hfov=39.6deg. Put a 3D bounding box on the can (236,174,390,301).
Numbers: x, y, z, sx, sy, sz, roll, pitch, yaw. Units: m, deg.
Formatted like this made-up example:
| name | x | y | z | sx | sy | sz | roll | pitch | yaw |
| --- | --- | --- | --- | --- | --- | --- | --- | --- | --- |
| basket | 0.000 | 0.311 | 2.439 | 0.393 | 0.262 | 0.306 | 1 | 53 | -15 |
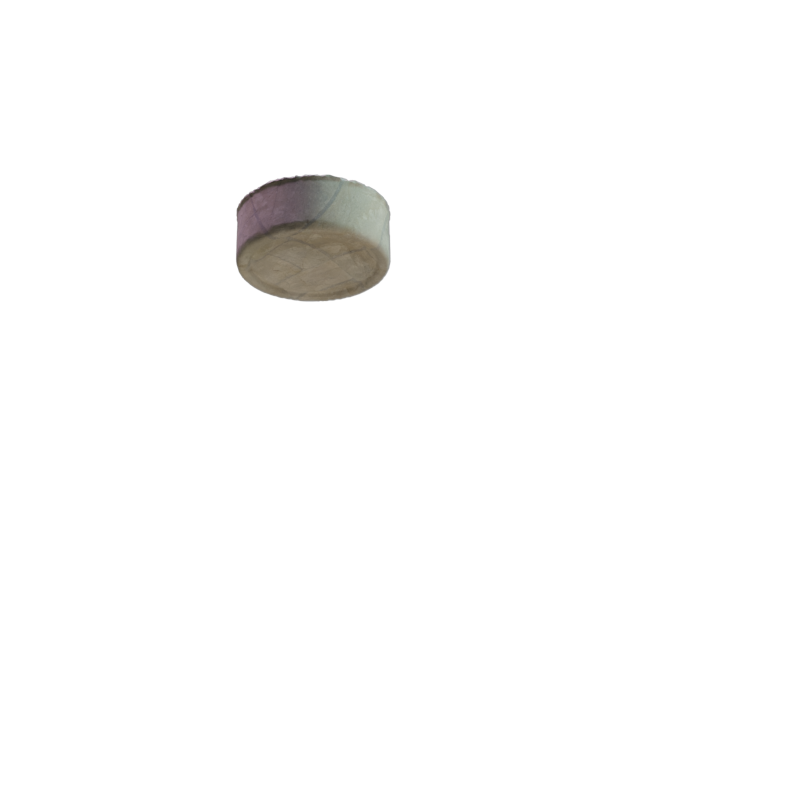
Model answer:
| name | x | y | z | sx | sy | sz | roll | pitch | yaw |
| --- | --- | --- | --- | --- | --- | --- | --- | --- | --- |
| can | -0.048 | -0.087 | 0.609 | 0.086 | 0.036 | 0.081 | 1 | -24 | -2 |
